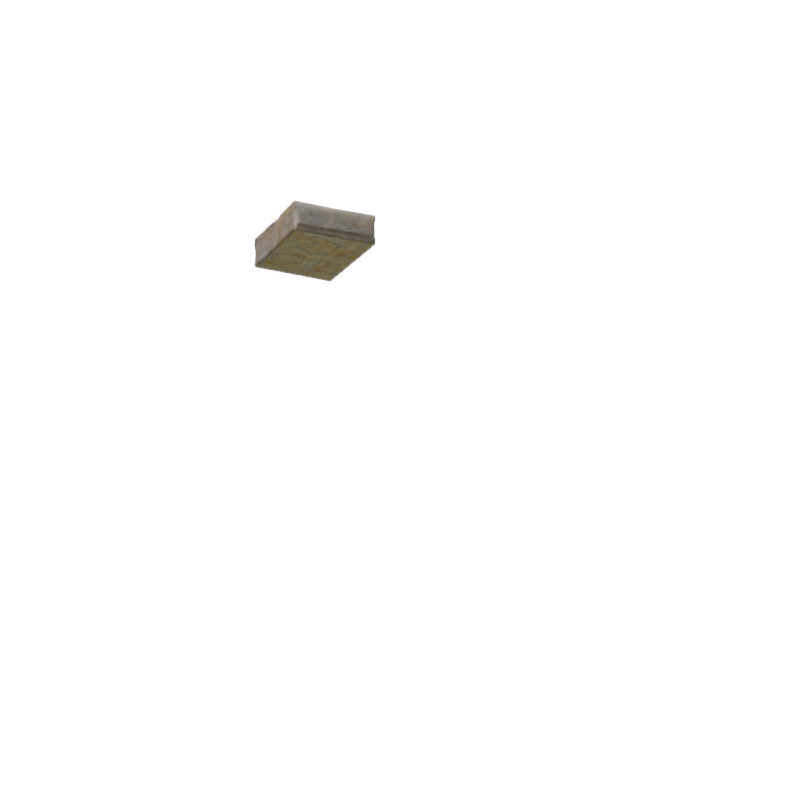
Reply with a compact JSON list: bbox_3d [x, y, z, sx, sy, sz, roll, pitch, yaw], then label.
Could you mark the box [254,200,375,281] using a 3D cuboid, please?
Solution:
[{"bbox_3d":[-0.073,-0.132,0.925,0.070,0.032,0.088,8,-19,-25],"label":"box"}]
